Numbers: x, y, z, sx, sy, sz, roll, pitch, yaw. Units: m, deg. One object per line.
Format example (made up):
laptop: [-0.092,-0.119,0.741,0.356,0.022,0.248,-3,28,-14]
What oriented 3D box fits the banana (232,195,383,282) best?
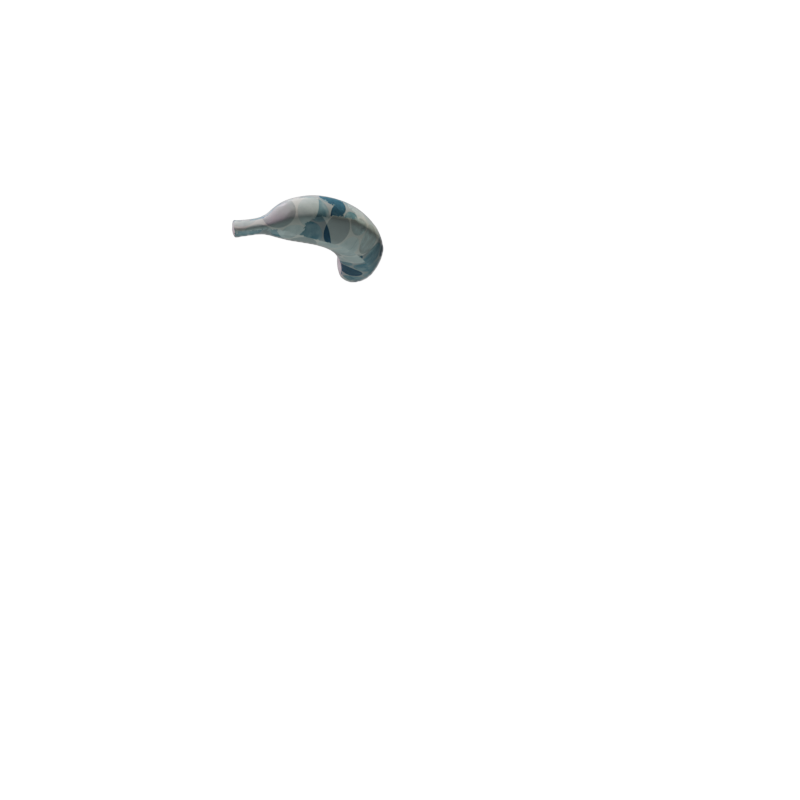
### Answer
banana: [-0.051,-0.123,0.842,0.071,0.038,0.188,-4,-8,23]
